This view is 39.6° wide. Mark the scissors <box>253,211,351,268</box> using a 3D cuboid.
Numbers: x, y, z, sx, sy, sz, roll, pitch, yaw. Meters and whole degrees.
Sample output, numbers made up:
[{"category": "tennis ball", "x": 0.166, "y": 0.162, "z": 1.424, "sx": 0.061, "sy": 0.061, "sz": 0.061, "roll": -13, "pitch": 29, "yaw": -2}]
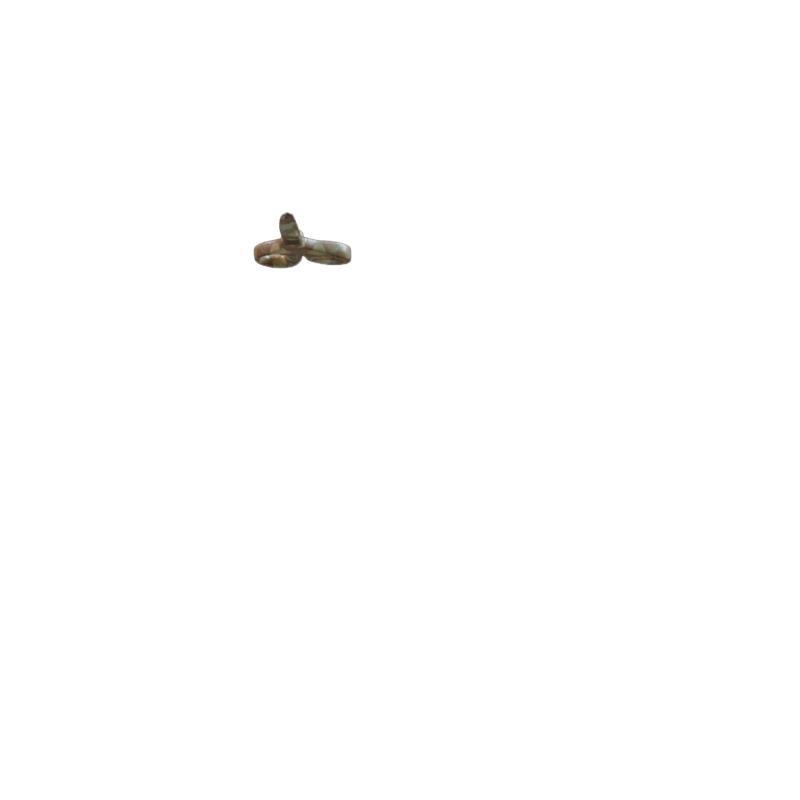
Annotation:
[{"category": "scissors", "x": -0.073, "y": -0.133, "z": 0.930, "sx": 0.094, "sy": 0.016, "sz": 0.203, "roll": 1, "pitch": -3, "yaw": -17}]
